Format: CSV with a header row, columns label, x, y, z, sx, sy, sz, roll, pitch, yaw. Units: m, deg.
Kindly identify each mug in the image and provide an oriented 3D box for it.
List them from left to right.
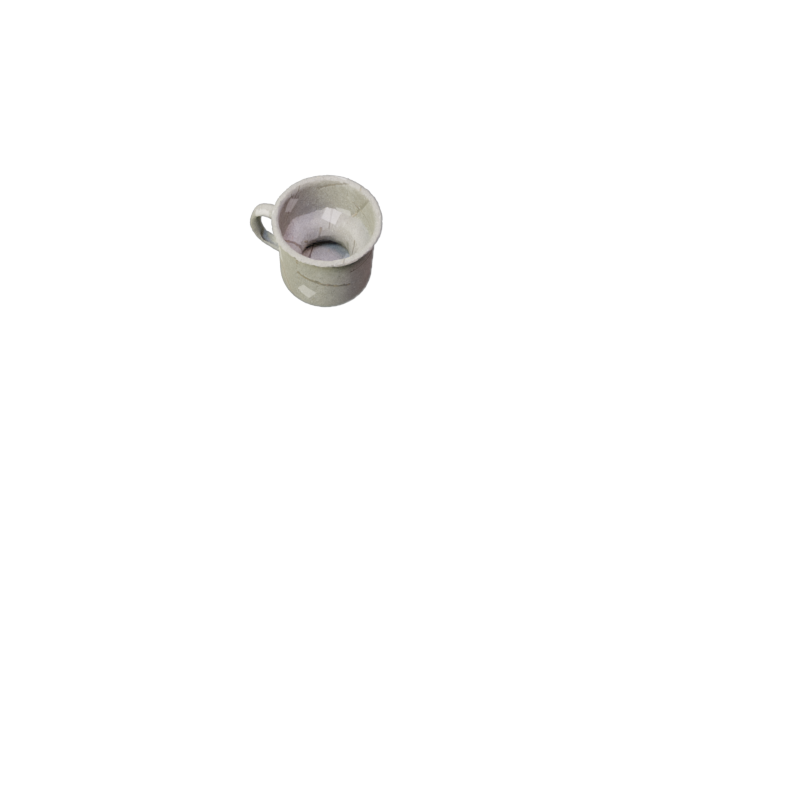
label,x,y,z,sx,sy,sz,roll,pitch,yaw
mug,-0.075,-0.137,0.956,0.119,0.097,0.076,17,-29,8
